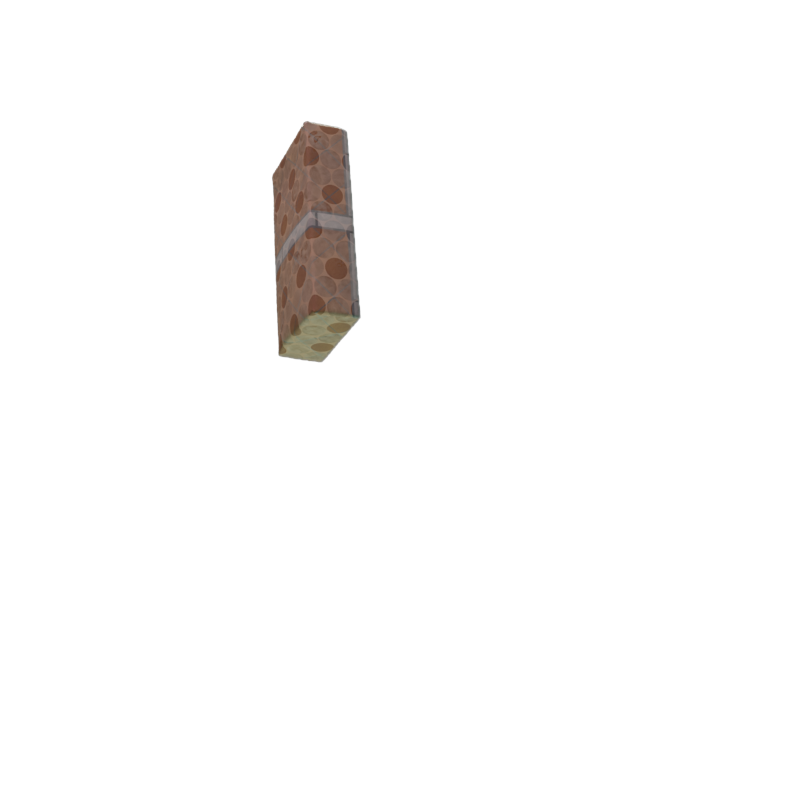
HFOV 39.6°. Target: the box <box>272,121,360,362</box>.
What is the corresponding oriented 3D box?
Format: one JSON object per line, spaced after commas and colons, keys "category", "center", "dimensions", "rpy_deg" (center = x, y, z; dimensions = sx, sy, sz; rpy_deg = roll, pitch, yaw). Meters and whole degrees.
{"category": "box", "center": [-0.071, -0.130, 0.910], "dimensions": [0.046, 0.187, 0.091], "rpy_deg": [9, -28, -21]}
